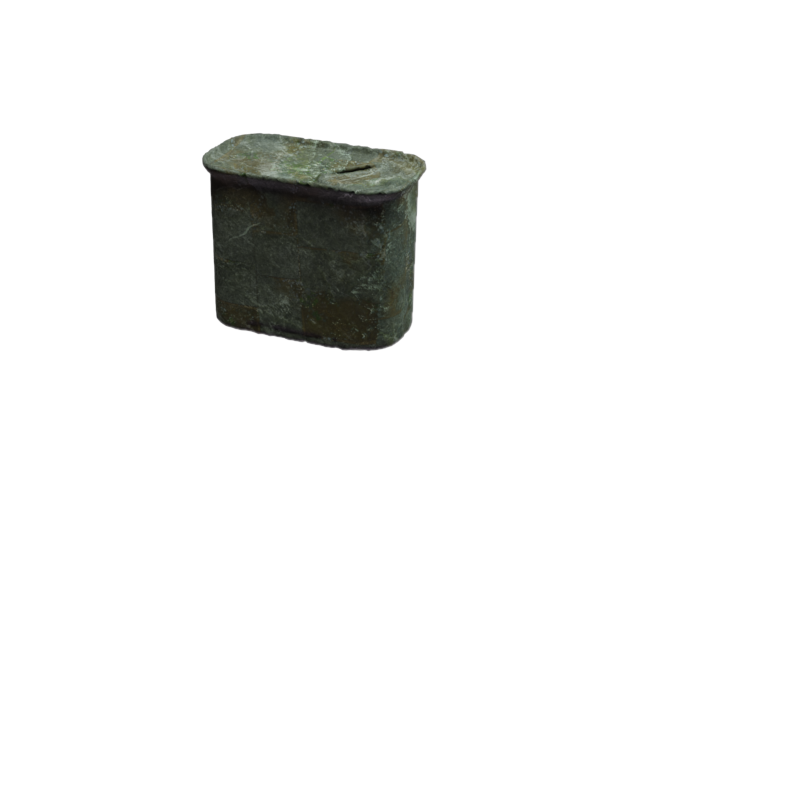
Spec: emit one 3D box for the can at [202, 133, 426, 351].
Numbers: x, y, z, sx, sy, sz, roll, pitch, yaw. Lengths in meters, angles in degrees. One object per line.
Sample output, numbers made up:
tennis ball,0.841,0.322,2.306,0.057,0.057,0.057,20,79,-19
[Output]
can,-0.041,-0.076,0.530,0.105,0.079,0.059,12,28,20
